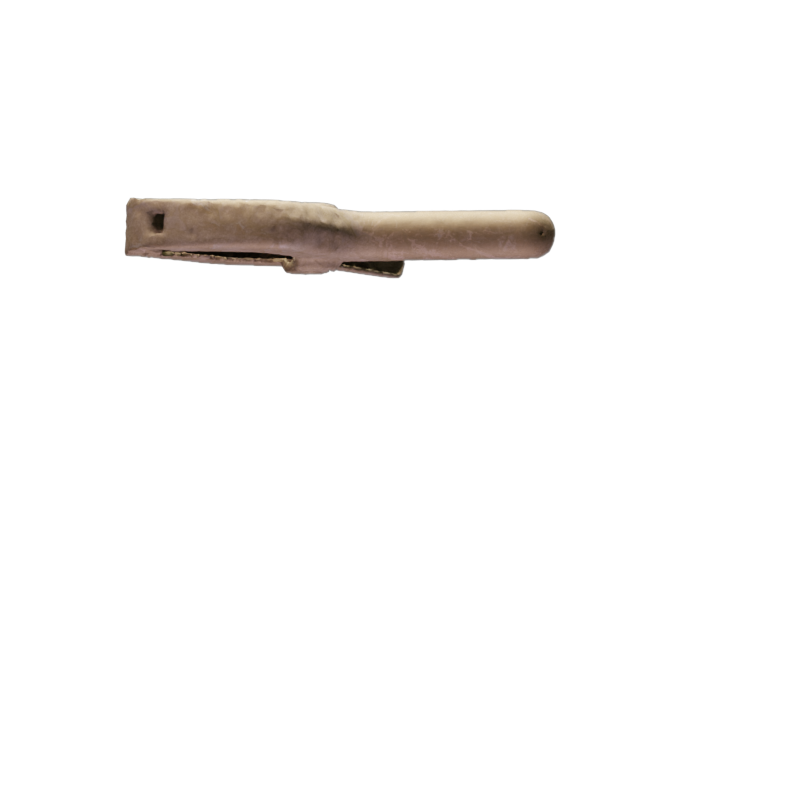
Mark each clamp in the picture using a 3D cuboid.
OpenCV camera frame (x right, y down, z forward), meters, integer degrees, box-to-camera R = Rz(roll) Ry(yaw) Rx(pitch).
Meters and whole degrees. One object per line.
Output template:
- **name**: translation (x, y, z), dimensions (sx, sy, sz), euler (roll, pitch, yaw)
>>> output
- **clamp**: translation (-0.047, -0.086, 0.602), dimensions (0.205, 0.037, 0.167), euler (0, 0, -20)
